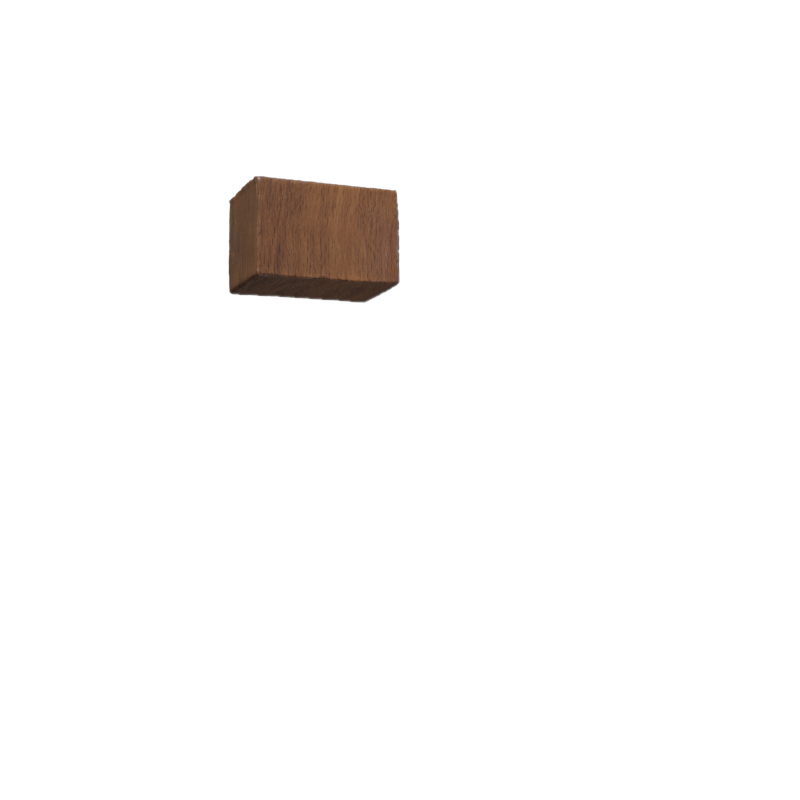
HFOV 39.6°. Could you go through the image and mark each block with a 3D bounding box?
[{"bbox_3d":[-0.045,-0.082,0.573,0.076,0.053,0.053,3,-11,-21],"label":"block"}]
